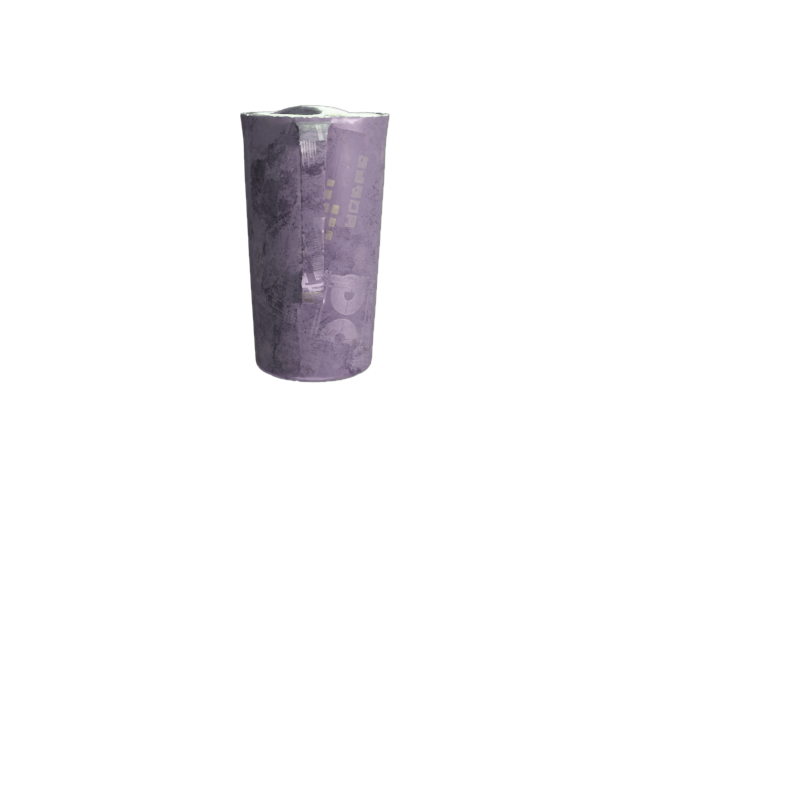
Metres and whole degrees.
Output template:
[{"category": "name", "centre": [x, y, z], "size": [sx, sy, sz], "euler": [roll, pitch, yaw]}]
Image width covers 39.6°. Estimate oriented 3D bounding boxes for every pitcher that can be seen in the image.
[{"category": "pitcher", "centre": [-0.078, -0.142, 0.996], "size": [0.152, 0.238, 0.145], "euler": [10, 14, 41]}]
